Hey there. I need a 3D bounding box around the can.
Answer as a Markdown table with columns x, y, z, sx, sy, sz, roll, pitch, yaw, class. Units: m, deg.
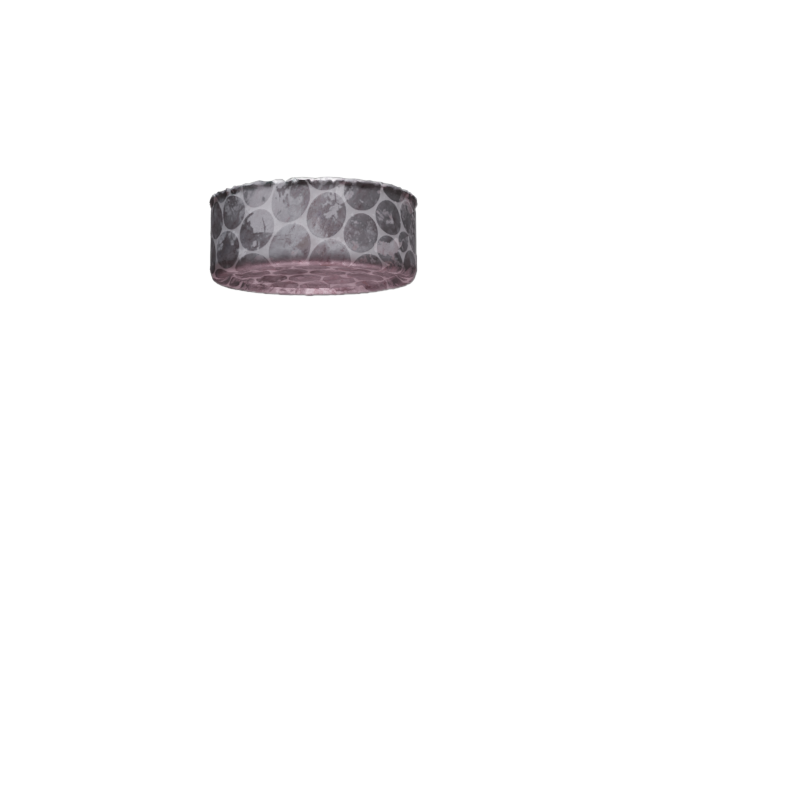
| x | y | z | sx | sy | sz | roll | pitch | yaw | class |
| --- | --- | --- | --- | --- | --- | --- | --- | --- | --- |
| -0.036 | -0.065 | 0.454 | 0.086 | 0.034 | 0.084 | 0 | -4 | -2 | can |
